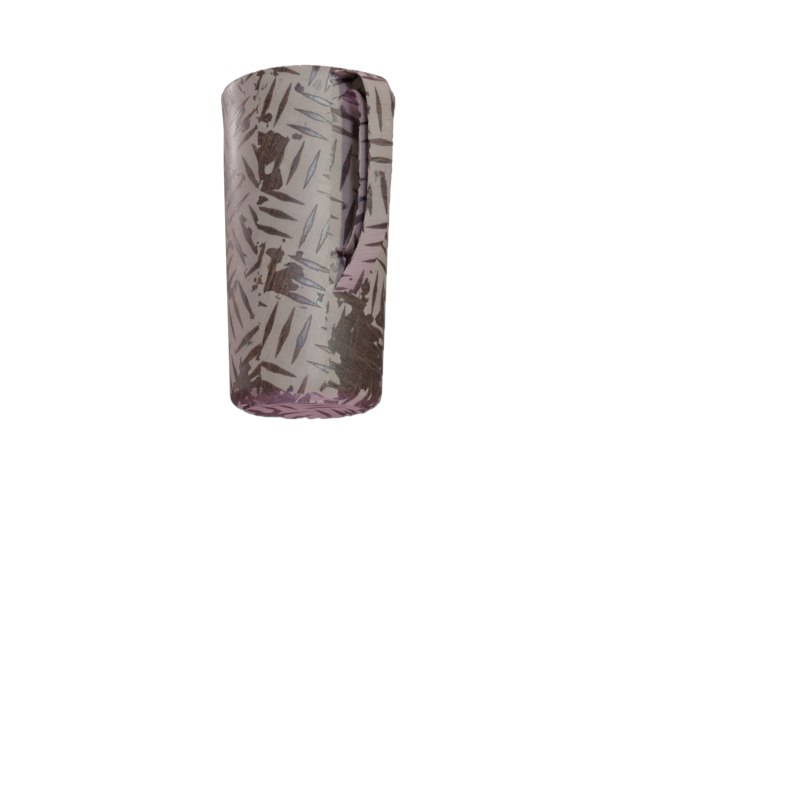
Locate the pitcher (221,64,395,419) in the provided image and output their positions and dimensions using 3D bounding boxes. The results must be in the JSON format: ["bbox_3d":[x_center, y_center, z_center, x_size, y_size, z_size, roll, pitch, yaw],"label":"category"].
[{"bbox_3d":[-0.063,-0.115,0.804,0.147,0.252,0.142,-4,-14,12],"label":"pitcher"}]
